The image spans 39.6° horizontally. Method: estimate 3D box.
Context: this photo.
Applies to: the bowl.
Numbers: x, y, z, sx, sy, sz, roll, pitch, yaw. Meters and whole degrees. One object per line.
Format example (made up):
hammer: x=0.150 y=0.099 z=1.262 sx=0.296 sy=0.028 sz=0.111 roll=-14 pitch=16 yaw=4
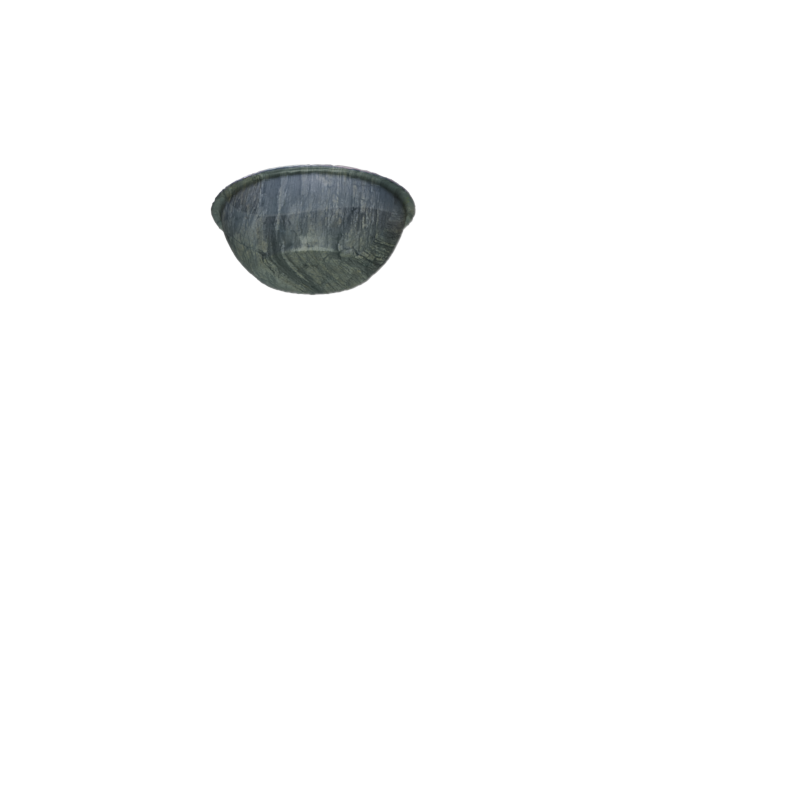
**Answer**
bowl: x=-0.068 y=-0.124 z=0.868 sx=0.162 sy=0.058 sz=0.155 roll=0 pitch=-18 yaw=-2
